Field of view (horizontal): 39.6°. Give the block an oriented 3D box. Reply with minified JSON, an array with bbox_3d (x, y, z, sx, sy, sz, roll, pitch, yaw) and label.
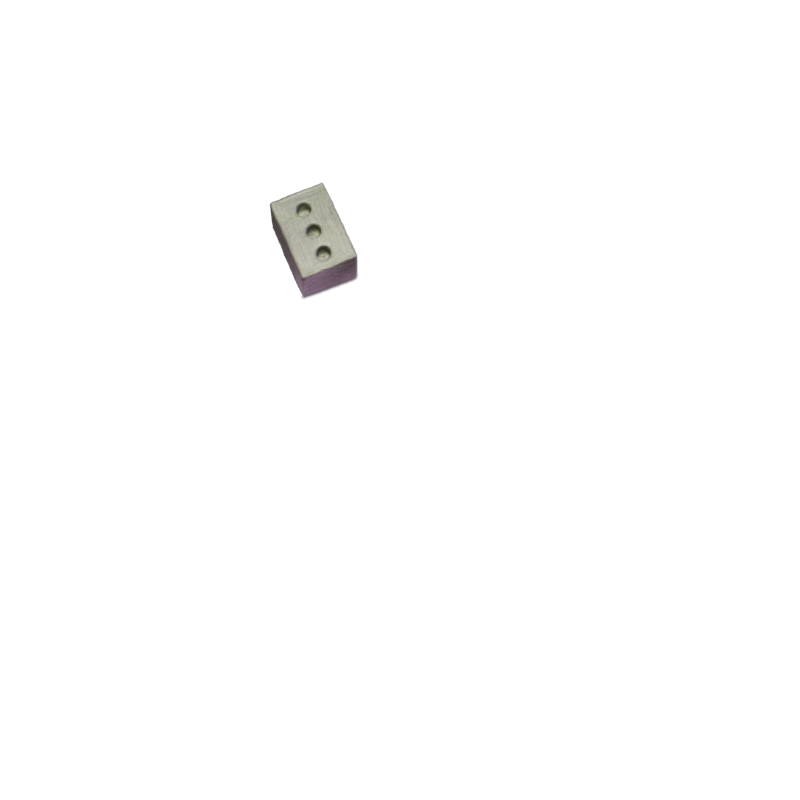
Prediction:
[{"bbox_3d":[-0.076,-0.138,0.969,0.052,0.082,0.049,-22,-18,-9],"label":"block"}]
